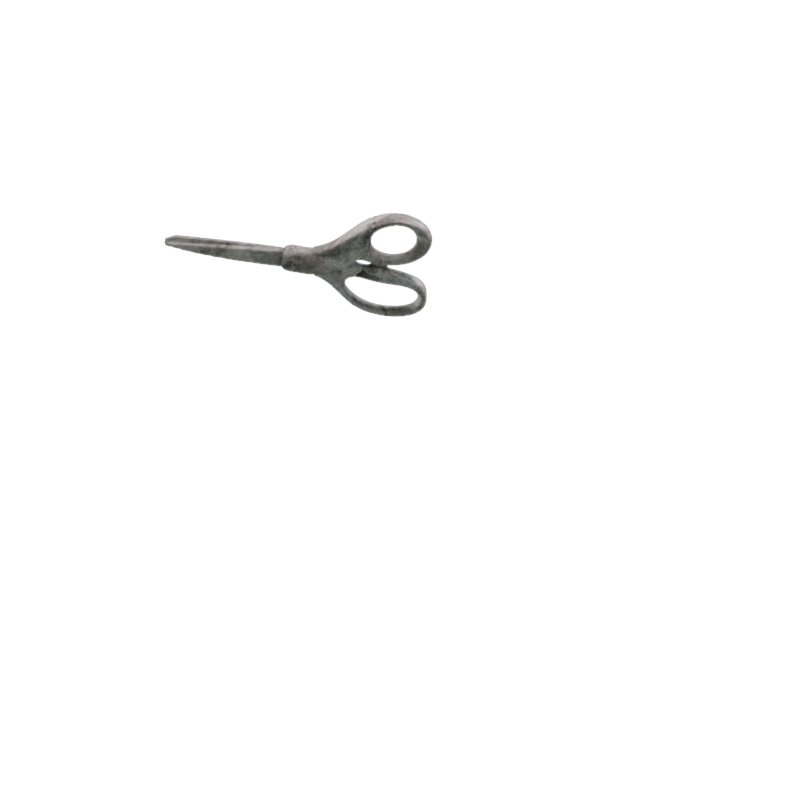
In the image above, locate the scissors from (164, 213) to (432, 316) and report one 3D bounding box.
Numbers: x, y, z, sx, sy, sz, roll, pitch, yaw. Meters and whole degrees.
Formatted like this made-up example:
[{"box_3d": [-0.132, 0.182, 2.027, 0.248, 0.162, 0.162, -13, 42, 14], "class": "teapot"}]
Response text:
[{"box_3d": [-0.065, -0.118, 0.825, 0.196, 0.093, 0.017, 21, 32, -14], "class": "scissors"}]
